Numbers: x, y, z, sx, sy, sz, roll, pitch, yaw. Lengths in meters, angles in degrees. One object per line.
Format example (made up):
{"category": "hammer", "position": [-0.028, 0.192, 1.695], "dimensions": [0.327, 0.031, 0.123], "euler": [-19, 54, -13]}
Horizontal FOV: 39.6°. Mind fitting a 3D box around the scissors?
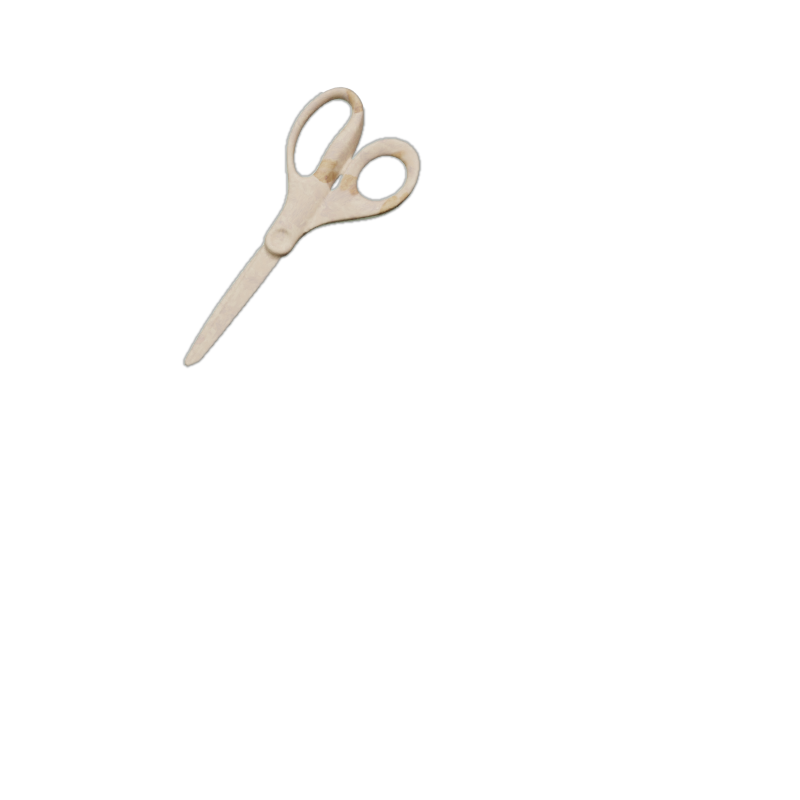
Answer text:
{"category": "scissors", "position": [-0.055, -0.100, 0.698], "dimensions": [0.097, 0.205, 0.015], "euler": [19, -10, 4]}
